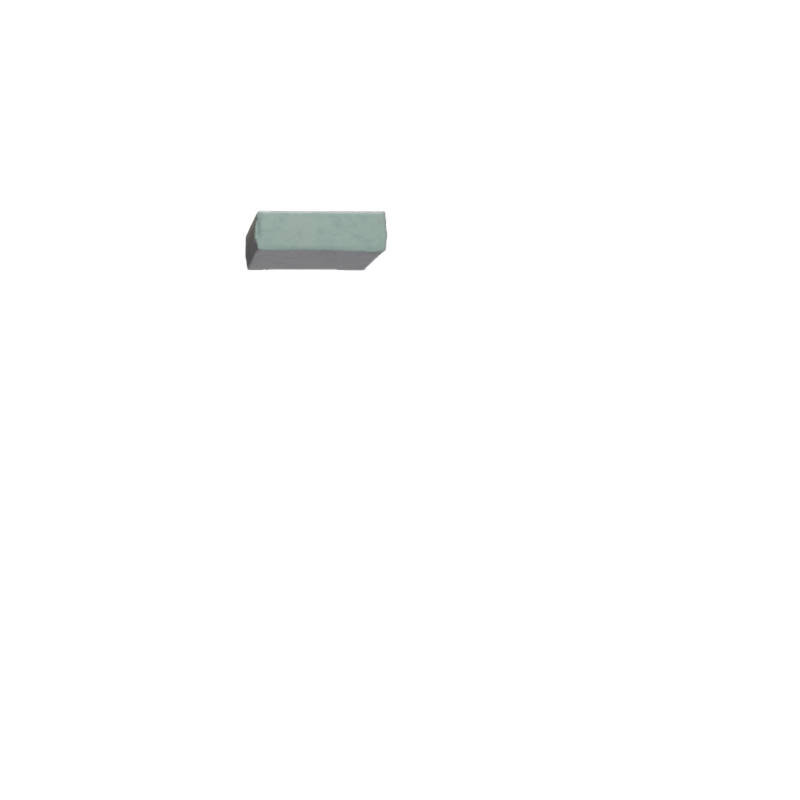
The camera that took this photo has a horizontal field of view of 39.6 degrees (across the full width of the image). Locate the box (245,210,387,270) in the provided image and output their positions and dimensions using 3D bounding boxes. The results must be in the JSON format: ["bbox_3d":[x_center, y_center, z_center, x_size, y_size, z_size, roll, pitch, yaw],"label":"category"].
[{"bbox_3d":[-0.076,-0.138,0.968,0.112,0.040,0.089,1,-5,-11],"label":"box"}]
